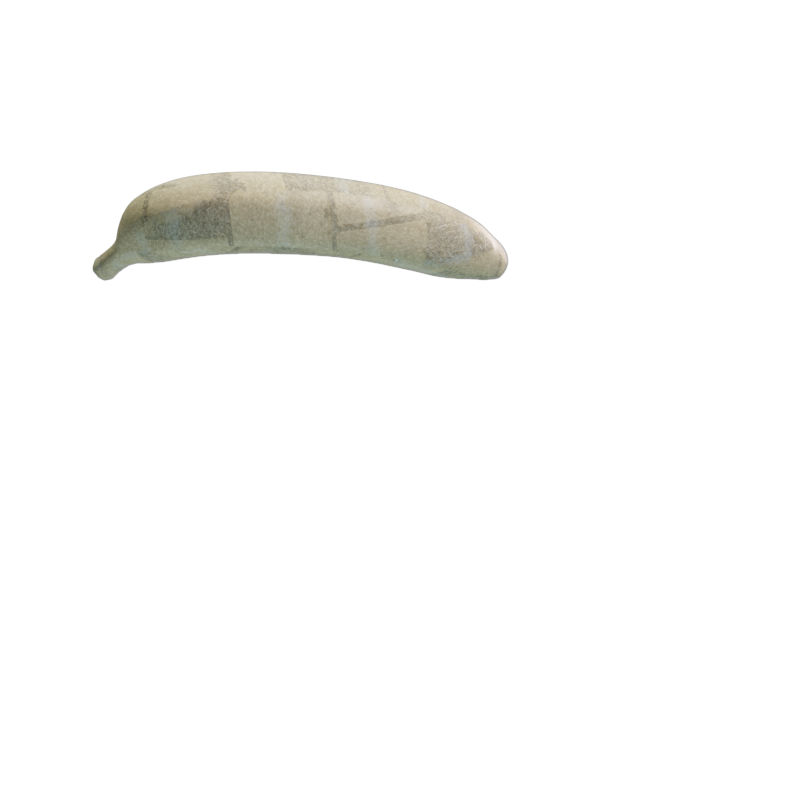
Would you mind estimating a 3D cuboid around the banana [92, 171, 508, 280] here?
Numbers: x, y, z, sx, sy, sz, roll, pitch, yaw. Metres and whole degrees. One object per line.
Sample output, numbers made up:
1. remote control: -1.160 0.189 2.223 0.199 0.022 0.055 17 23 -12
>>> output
1. banana: -0.042 -0.078 0.505 0.196 0.038 0.068 1 -13 -6
